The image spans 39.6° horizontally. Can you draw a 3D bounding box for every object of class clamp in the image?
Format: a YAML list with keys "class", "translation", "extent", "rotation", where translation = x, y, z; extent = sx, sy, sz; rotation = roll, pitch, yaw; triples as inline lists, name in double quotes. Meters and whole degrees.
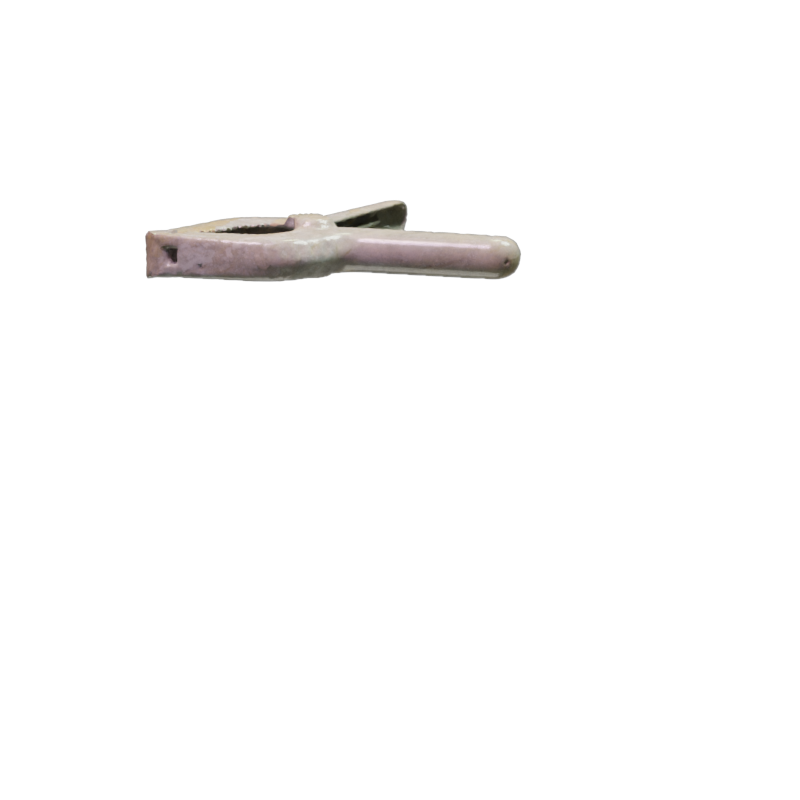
- class: "clamp"
  translation: [-0.054, -0.098, 0.686]
  extent: [0.206, 0.035, 0.173]
  rotation: [-5, 18, -15]
